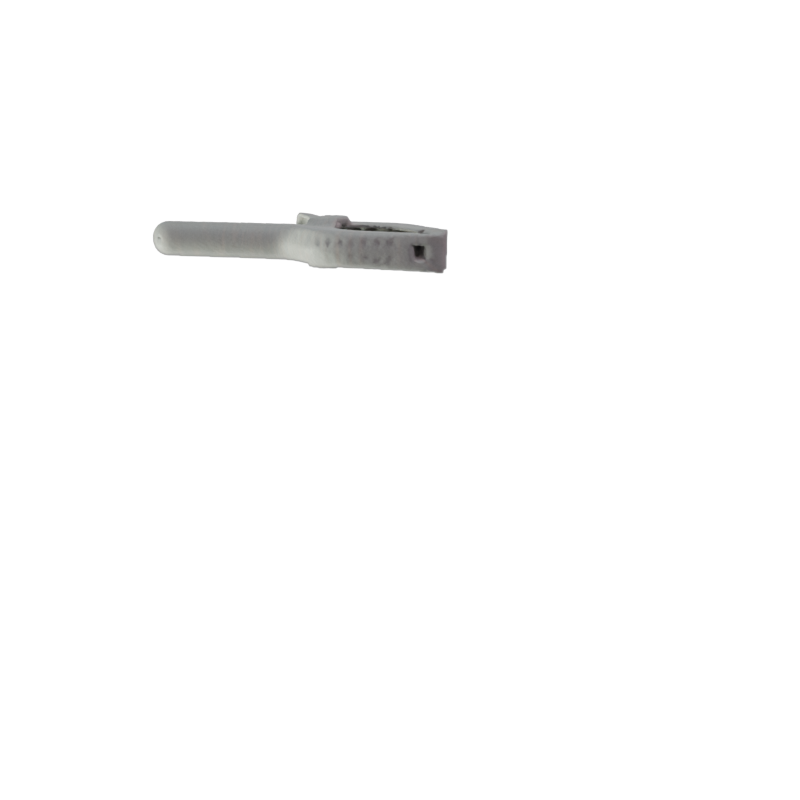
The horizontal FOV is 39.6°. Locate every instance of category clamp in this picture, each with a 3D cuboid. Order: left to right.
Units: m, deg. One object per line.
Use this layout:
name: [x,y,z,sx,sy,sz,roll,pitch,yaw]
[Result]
clamp: [-0.062,-0.112,0.788,0.160,0.035,0.221,-13,19,-42]
